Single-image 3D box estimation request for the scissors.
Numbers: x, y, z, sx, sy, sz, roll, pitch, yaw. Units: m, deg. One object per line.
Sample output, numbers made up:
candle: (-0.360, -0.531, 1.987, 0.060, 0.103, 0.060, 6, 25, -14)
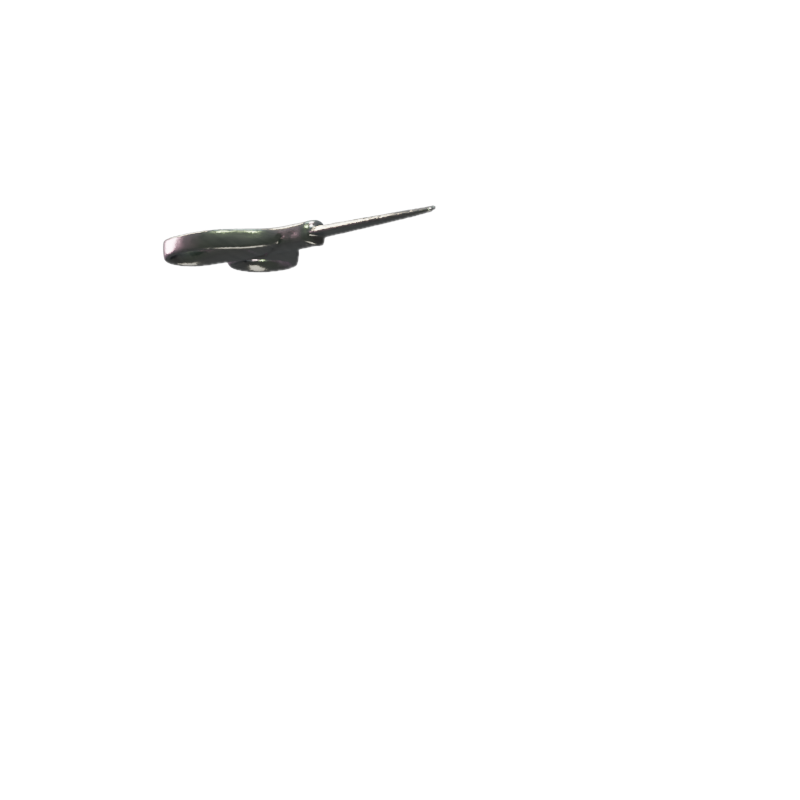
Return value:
scissors: (-0.054, -0.098, 0.685, 0.207, 0.016, 0.092, -2, -4, 28)
